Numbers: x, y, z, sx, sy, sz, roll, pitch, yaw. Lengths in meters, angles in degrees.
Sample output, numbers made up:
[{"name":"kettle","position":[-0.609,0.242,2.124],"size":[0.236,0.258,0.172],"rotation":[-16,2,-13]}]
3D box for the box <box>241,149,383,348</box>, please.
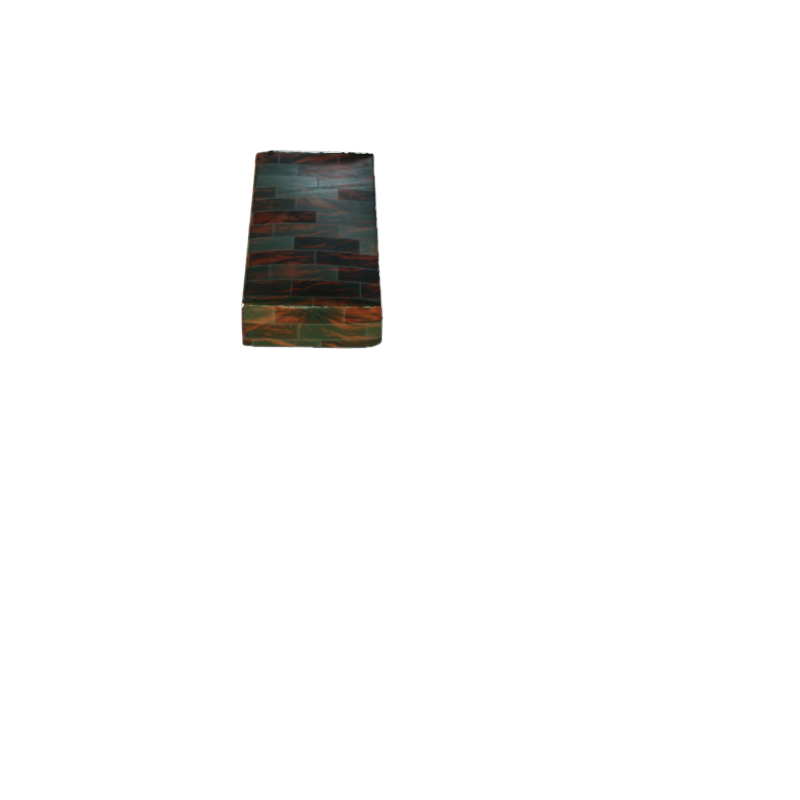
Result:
[{"name":"box","position":[-0.062,-0.112,0.785],"size":[0.093,0.189,0.045],"rotation":[0,-45,-3]}]
